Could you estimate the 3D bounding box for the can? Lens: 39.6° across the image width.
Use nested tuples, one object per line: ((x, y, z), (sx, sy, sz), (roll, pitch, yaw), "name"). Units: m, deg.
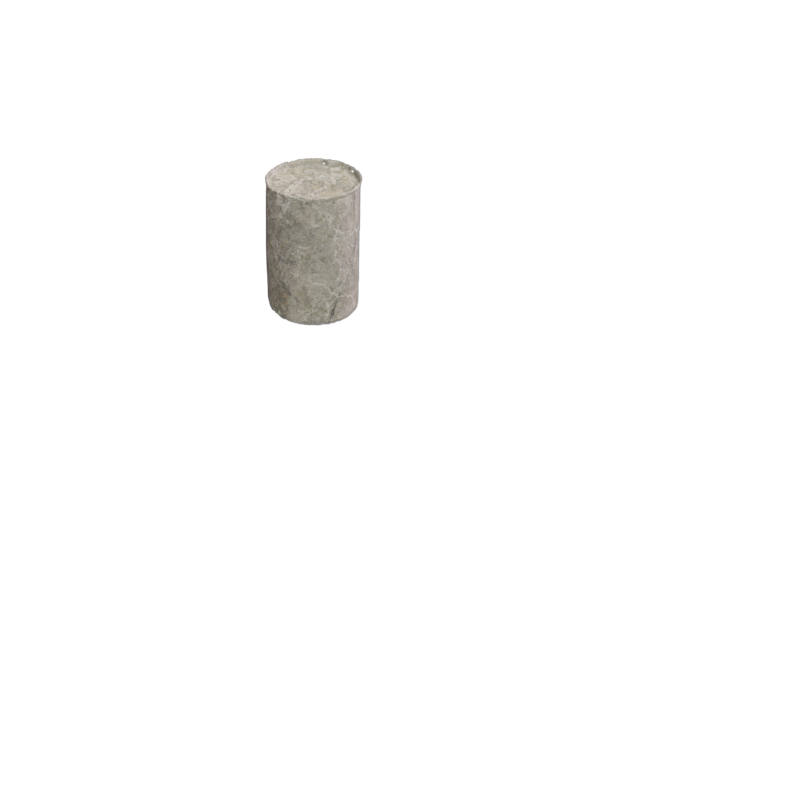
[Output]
((-0.062, -0.114, 0.795), (0.068, 0.096, 0.073), (0, 31, -3), "can")
